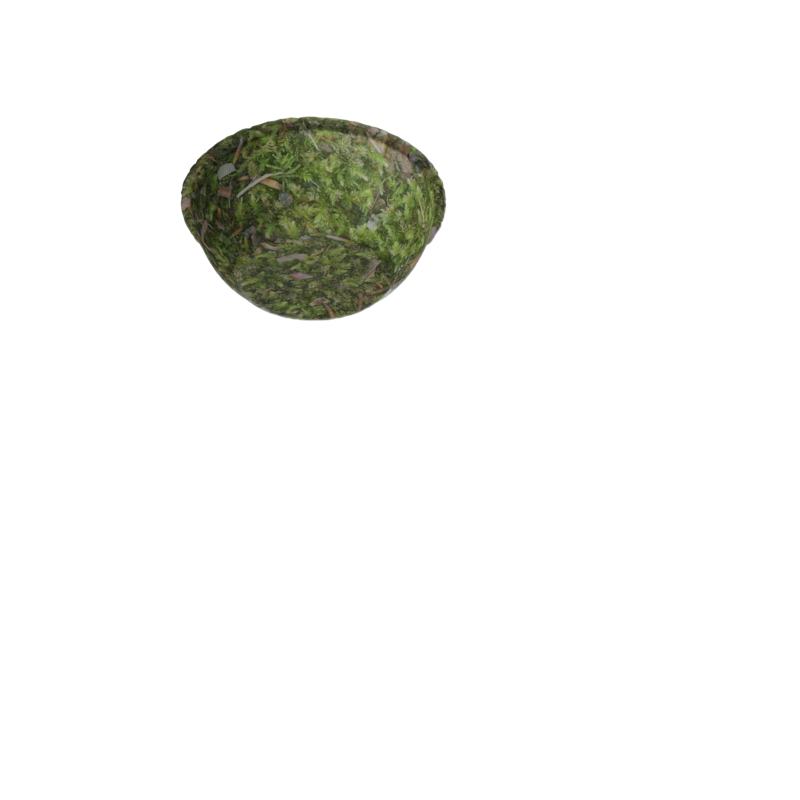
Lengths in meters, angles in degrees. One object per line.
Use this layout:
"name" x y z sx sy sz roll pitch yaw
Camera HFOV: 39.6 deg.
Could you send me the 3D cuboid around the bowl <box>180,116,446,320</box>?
"bowl" -0.052 -0.094 0.659 0.162 0.059 0.152 1 -32 -2
